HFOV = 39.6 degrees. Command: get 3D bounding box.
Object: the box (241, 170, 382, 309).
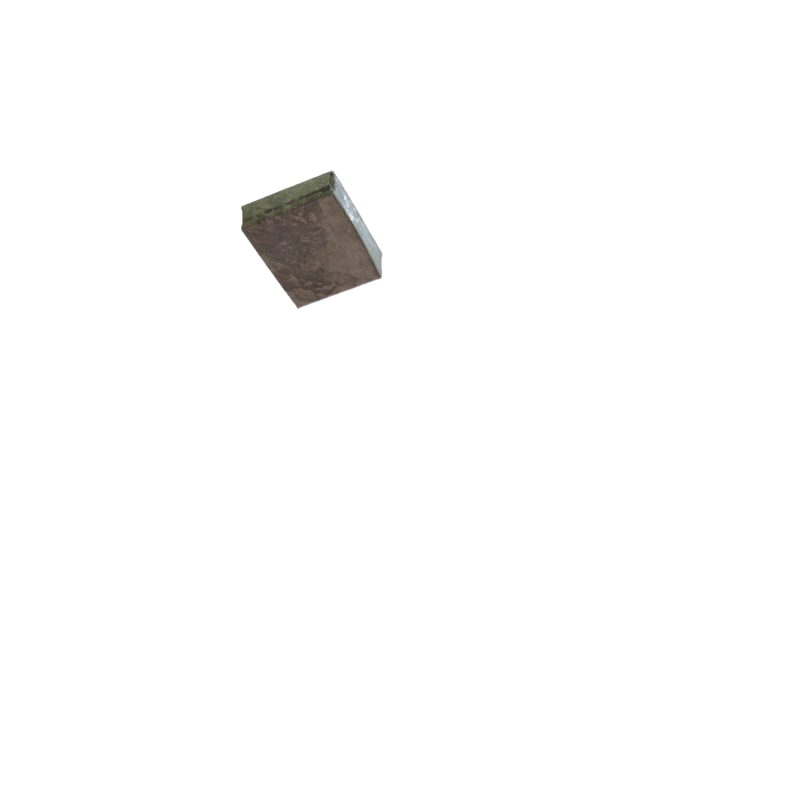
[{"bbox_3d":[-0.077,-0.140,0.982,0.090,0.042,0.105,-18,-48,16],"label":"box"}]
